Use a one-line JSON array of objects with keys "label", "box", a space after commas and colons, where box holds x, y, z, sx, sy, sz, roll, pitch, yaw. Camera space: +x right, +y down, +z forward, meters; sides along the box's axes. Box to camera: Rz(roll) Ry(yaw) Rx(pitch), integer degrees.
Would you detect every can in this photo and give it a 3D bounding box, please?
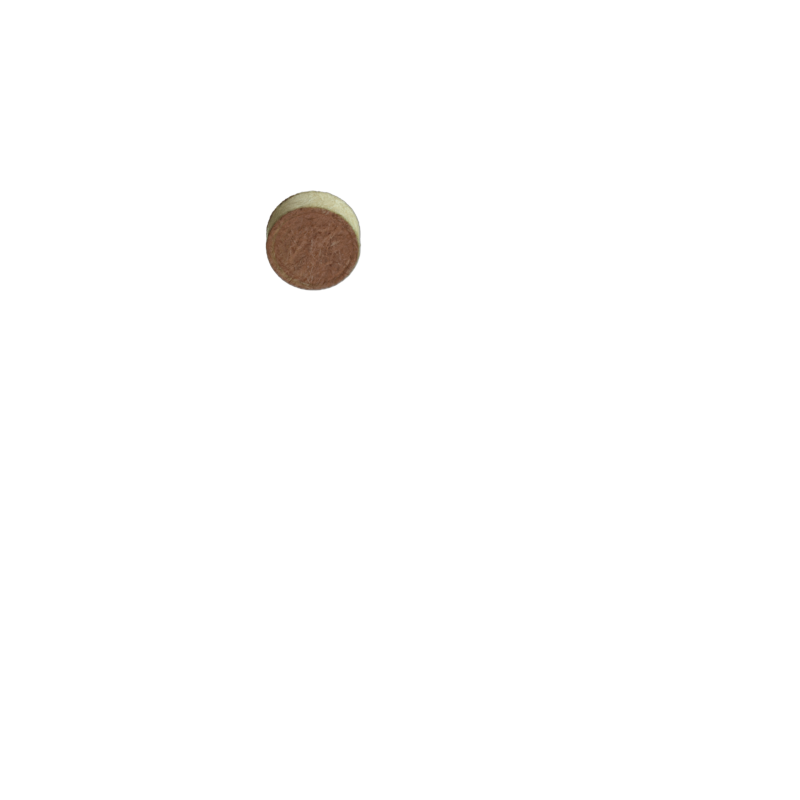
[{"label": "can", "box": [-0.078, -0.141, 0.990, 0.086, 0.081, 0.036, 1, 28, -1]}]
